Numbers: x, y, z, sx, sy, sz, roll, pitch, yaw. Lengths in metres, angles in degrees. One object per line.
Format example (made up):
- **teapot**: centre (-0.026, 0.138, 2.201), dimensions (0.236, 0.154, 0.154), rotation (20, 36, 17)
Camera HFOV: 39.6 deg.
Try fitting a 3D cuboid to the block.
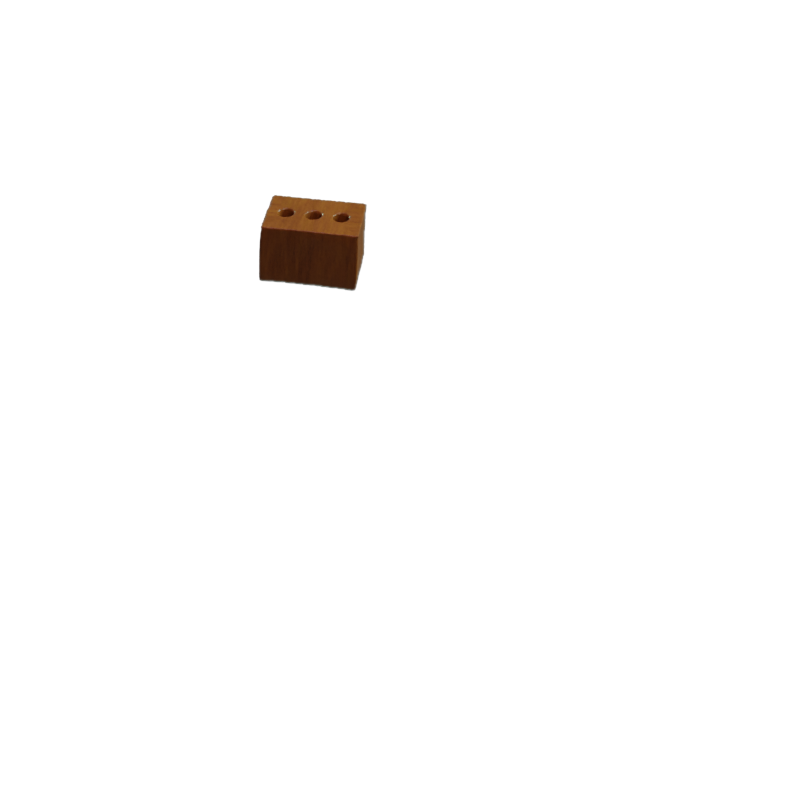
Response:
- **block**: centre (-0.068, -0.125, 0.872), dimensions (0.079, 0.048, 0.056), rotation (6, 37, 6)
